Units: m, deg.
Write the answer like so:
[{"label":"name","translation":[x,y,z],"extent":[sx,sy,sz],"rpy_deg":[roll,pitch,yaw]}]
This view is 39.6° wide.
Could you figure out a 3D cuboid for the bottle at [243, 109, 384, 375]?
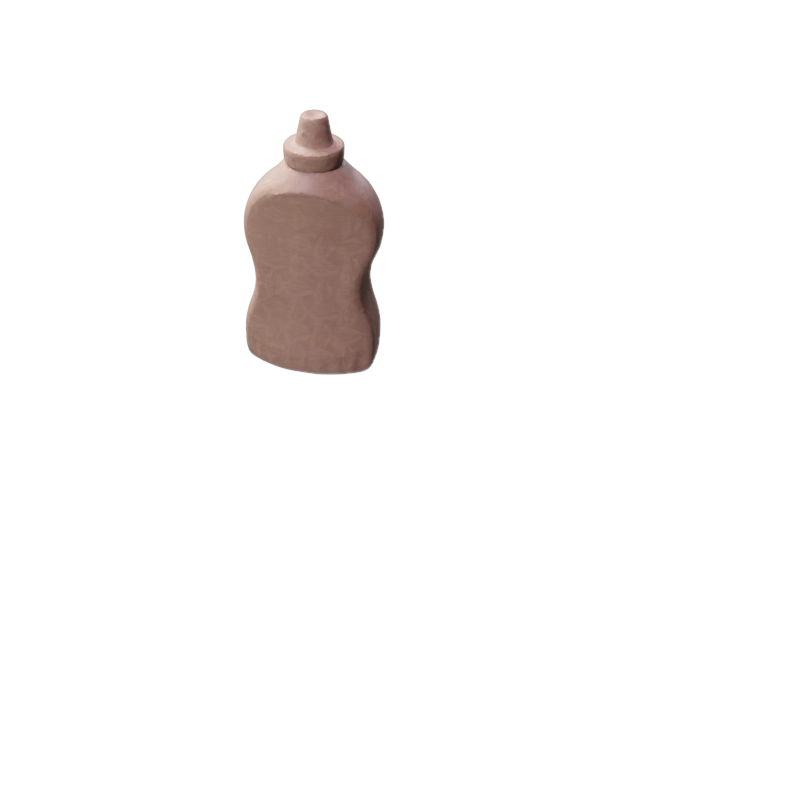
[{"label":"bottle","translation":[-0.060,-0.110,0.772],"extent":[0.098,0.180,0.061],"rpy_deg":[10,34,11]}]
